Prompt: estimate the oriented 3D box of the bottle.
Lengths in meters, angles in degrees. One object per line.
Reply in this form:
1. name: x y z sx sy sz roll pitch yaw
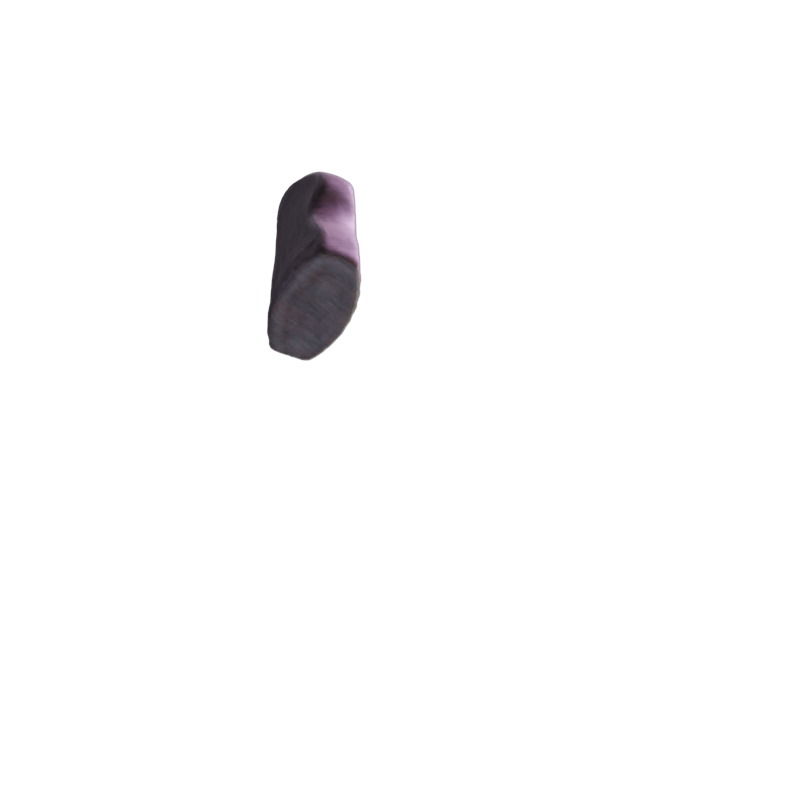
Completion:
1. bottle: -0.067 -0.123 0.862 0.057 0.092 0.205 18 33 -16
